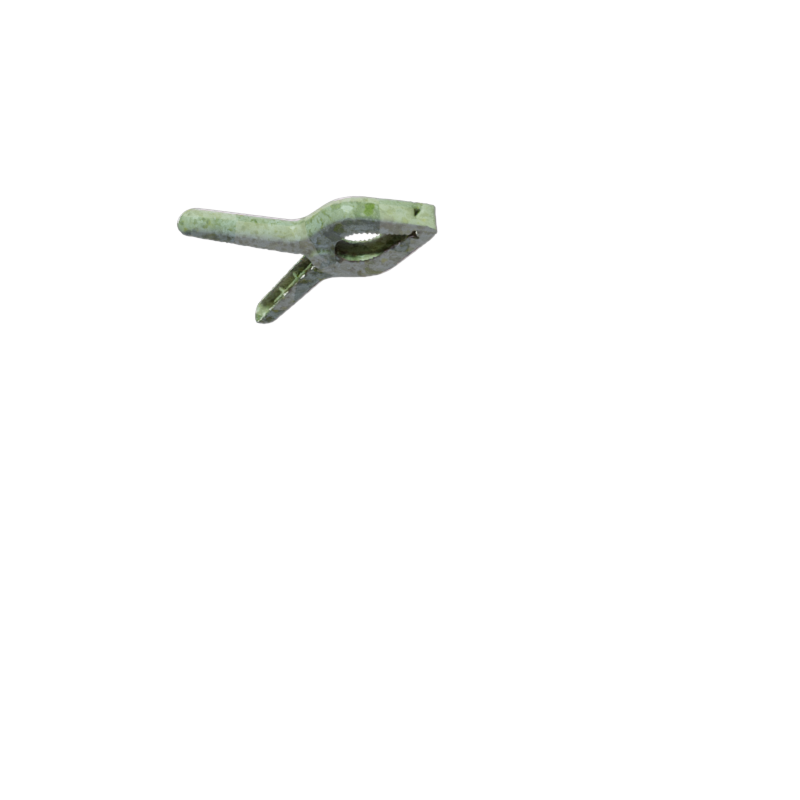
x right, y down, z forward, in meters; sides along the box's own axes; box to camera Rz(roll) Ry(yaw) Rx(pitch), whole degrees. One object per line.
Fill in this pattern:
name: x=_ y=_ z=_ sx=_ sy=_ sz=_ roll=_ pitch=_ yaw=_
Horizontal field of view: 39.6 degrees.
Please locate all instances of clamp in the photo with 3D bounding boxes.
clamp: x=-0.074 y=-0.135 z=0.945 sx=0.212 sy=0.039 sz=0.152 roll=-15 pitch=-34 yaw=24
